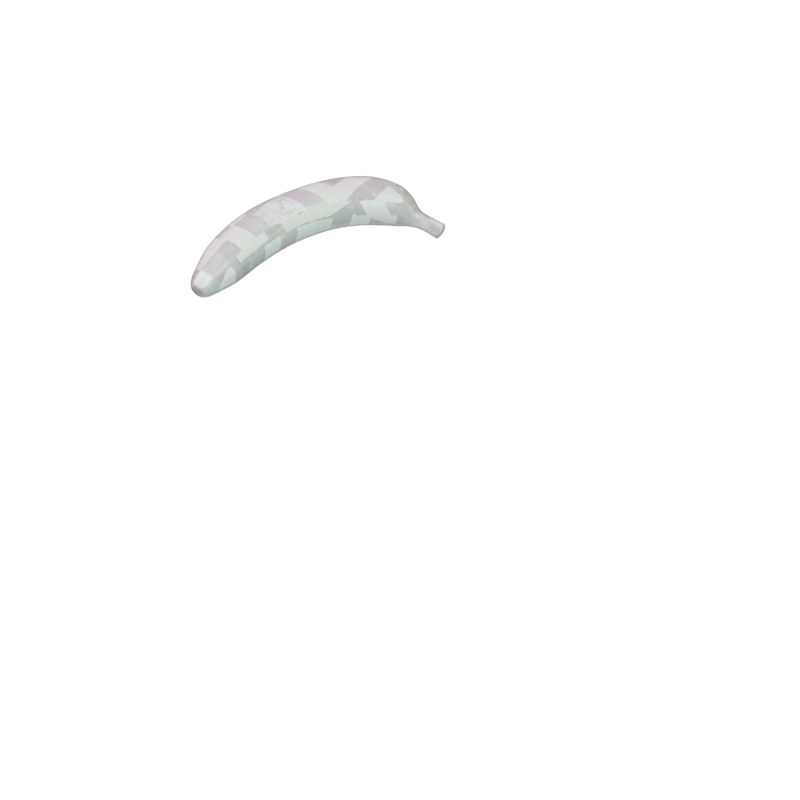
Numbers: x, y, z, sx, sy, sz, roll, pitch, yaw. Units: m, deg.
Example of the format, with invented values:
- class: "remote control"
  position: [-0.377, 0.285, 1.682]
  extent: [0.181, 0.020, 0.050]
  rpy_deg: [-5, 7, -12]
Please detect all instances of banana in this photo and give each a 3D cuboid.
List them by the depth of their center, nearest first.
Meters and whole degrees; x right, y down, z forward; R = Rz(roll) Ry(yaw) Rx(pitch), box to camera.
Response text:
- class: "banana"
  position: [-0.067, -0.128, 0.812]
  extent: [0.196, 0.034, 0.075]
  rpy_deg: [-18, 47, -18]
